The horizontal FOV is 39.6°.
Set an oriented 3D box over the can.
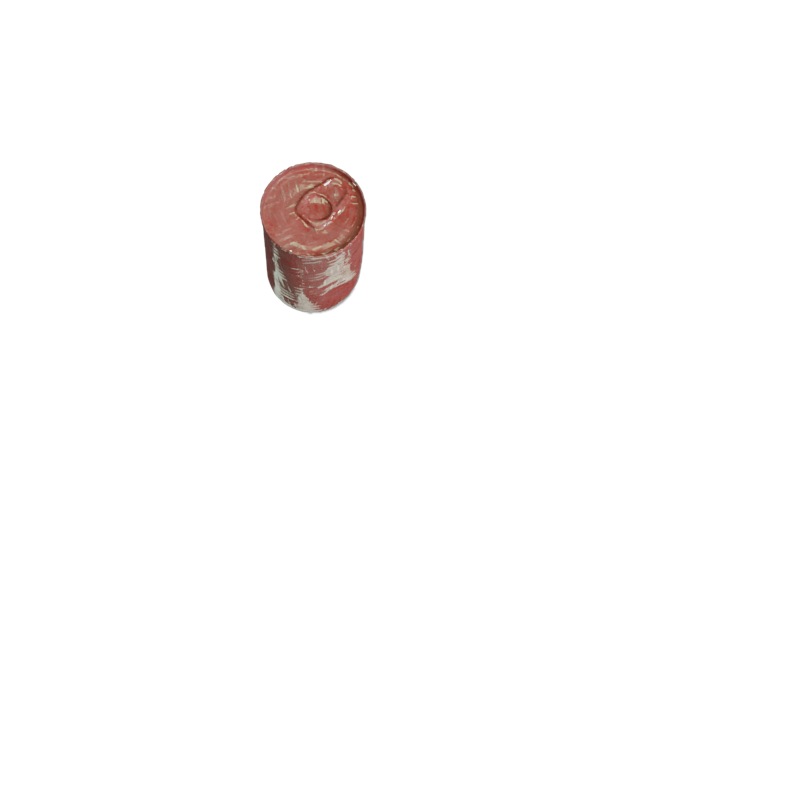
[{"bbox_3d":[-0.059,-0.107,0.750,0.068,0.072,0.097,0,-20,-3],"label":"can"}]
